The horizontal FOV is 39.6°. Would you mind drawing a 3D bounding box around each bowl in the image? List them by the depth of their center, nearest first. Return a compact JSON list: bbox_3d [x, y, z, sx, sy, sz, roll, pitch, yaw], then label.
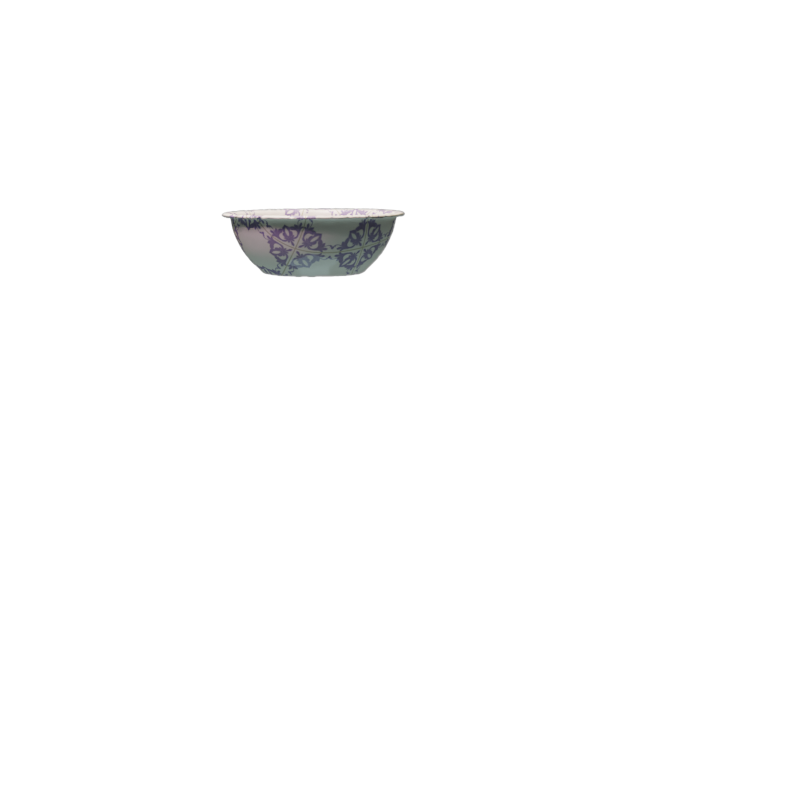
[{"bbox_3d":[-0.077,-0.141,0.985,0.162,0.054,0.165,0,11,-2],"label":"bowl"}]
